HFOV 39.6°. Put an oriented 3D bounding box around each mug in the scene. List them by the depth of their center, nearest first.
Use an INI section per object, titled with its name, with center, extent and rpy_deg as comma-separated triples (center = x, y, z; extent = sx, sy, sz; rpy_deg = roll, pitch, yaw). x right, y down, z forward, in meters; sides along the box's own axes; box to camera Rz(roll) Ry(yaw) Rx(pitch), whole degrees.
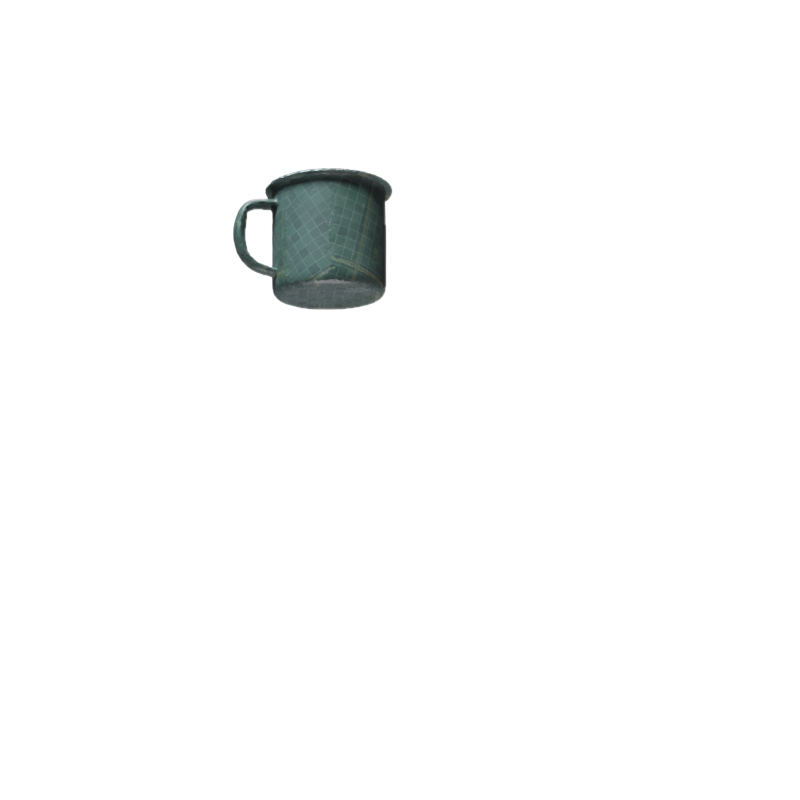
[mug]
center = -0.062, -0.114, 0.796
extent = 0.114, 0.085, 0.093
rpy_deg = 4, -14, -21
